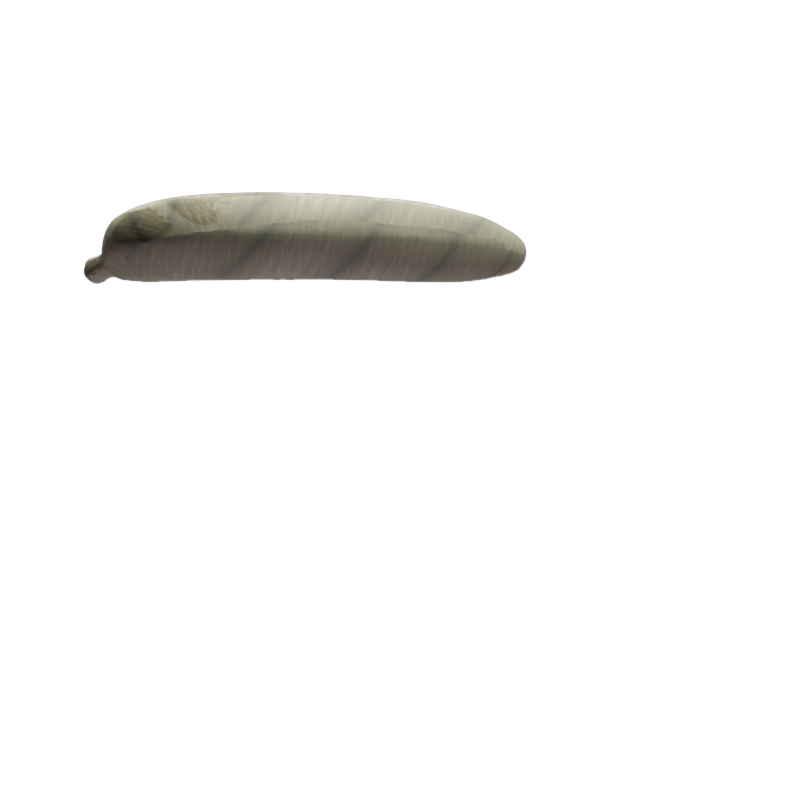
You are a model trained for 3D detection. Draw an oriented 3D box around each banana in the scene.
[{"bbox_3d":[-0.041,-0.068,0.470,0.197,0.037,0.070,0,3,-1],"label":"banana"}]
